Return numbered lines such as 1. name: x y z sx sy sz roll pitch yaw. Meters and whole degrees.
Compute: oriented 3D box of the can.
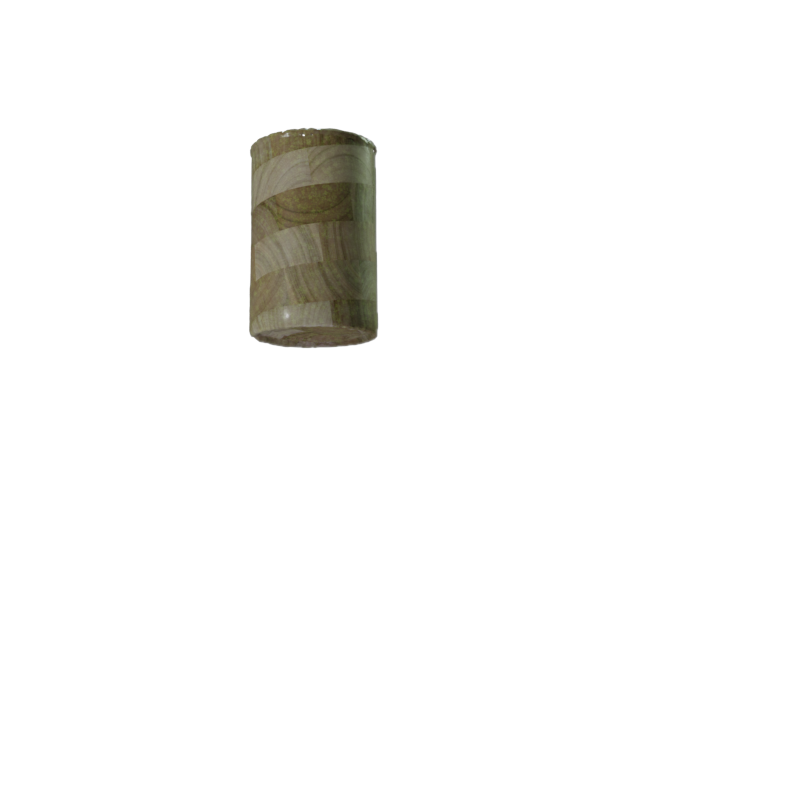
1. can: -0.045 -0.083 0.580 0.068 0.106 0.066 0 -12 -2
